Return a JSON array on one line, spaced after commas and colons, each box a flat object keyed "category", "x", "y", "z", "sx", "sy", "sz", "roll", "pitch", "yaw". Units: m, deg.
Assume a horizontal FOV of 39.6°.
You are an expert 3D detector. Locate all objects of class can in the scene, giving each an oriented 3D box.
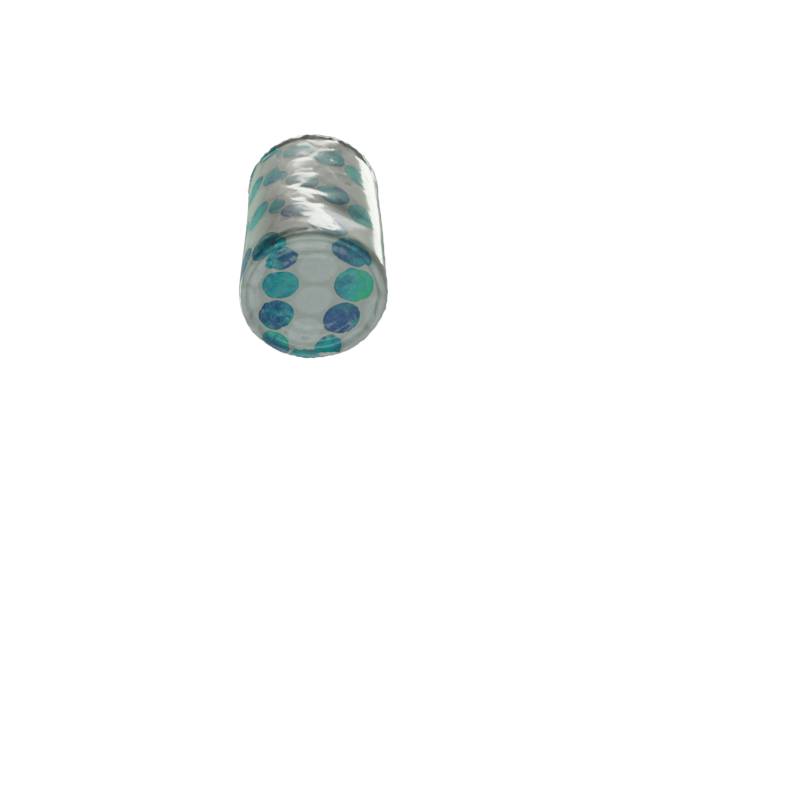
[{"category": "can", "x": -0.042, "y": -0.076, "z": 0.534, "sx": 0.068, "sy": 0.064, "sz": 0.109, "roll": -1, "pitch": 35, "yaw": -3}]
